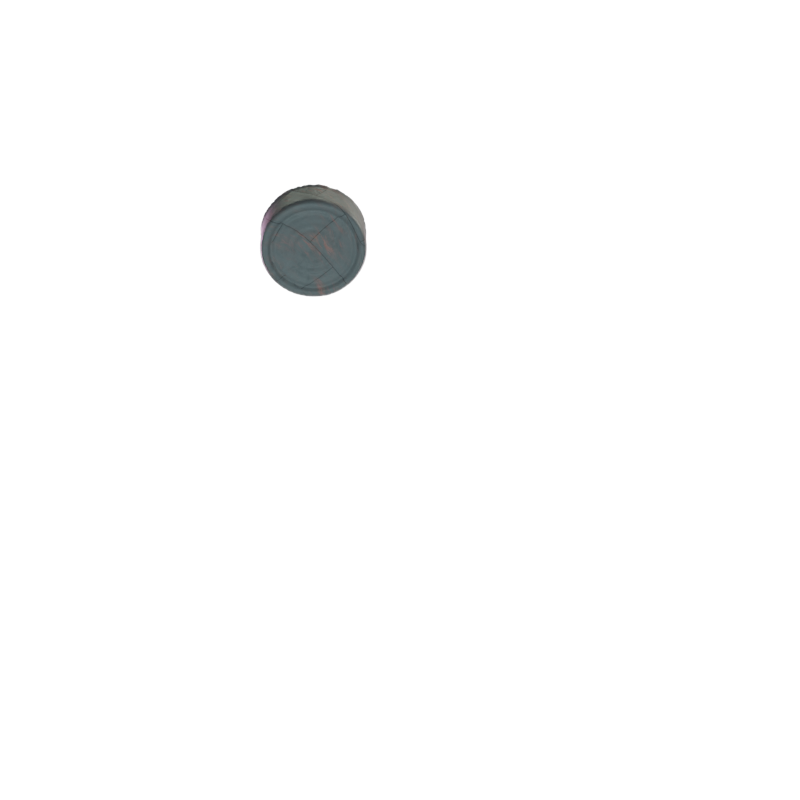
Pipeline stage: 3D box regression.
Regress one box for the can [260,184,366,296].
[{"bbox_3d":[-0.069,-0.126,0.886,0.086,0.081,0.036,1,28,-1],"label":"can"}]
